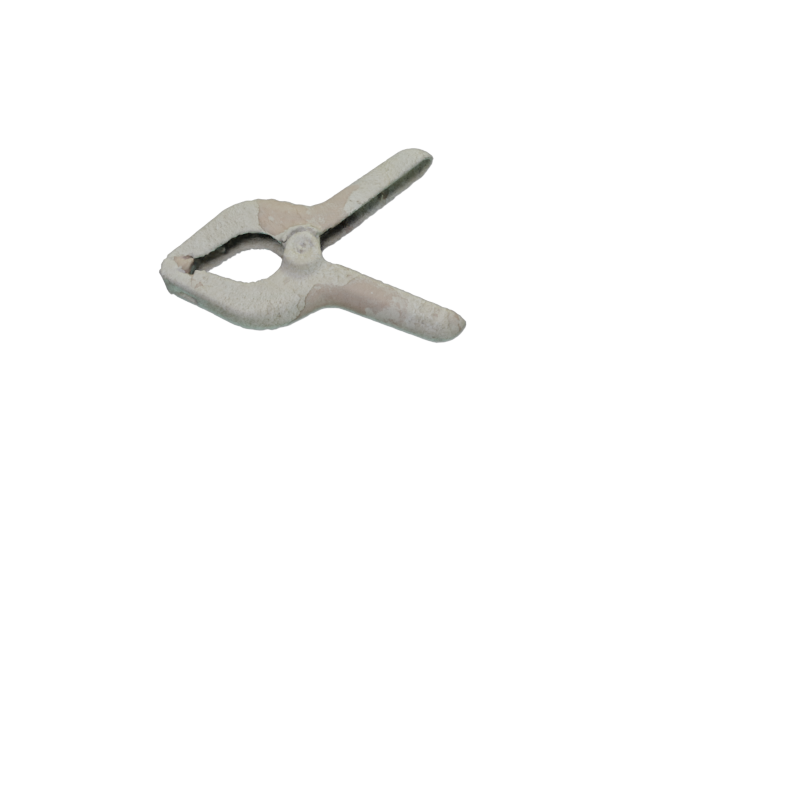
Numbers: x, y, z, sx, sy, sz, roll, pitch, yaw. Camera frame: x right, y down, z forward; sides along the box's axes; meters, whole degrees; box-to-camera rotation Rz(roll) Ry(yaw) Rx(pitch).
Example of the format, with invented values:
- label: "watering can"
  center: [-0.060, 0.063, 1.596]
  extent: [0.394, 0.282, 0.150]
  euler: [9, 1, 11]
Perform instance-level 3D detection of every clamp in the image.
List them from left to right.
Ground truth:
- label: "clamp"
  center: [-0.050, -0.091, 0.638]
  extent: [0.171, 0.128, 0.037]
  euler: [1, -30, 0]
